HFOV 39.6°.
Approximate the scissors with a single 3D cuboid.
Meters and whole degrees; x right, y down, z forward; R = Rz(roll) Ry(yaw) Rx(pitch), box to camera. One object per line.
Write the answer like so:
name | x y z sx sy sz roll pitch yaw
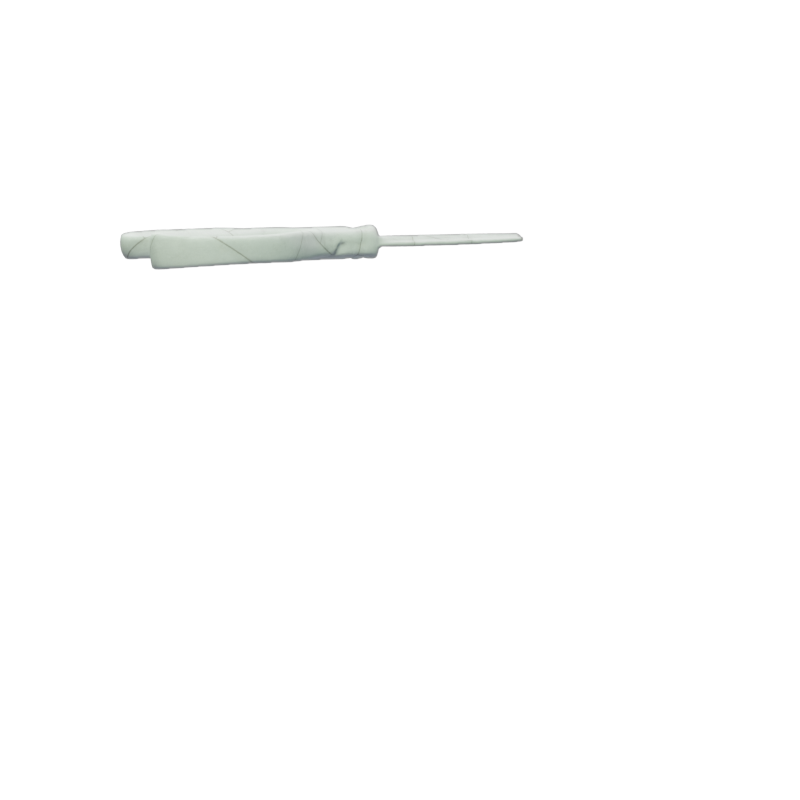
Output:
scissors | -0.040 -0.072 0.506 0.101 0.015 0.196 9 14 40
